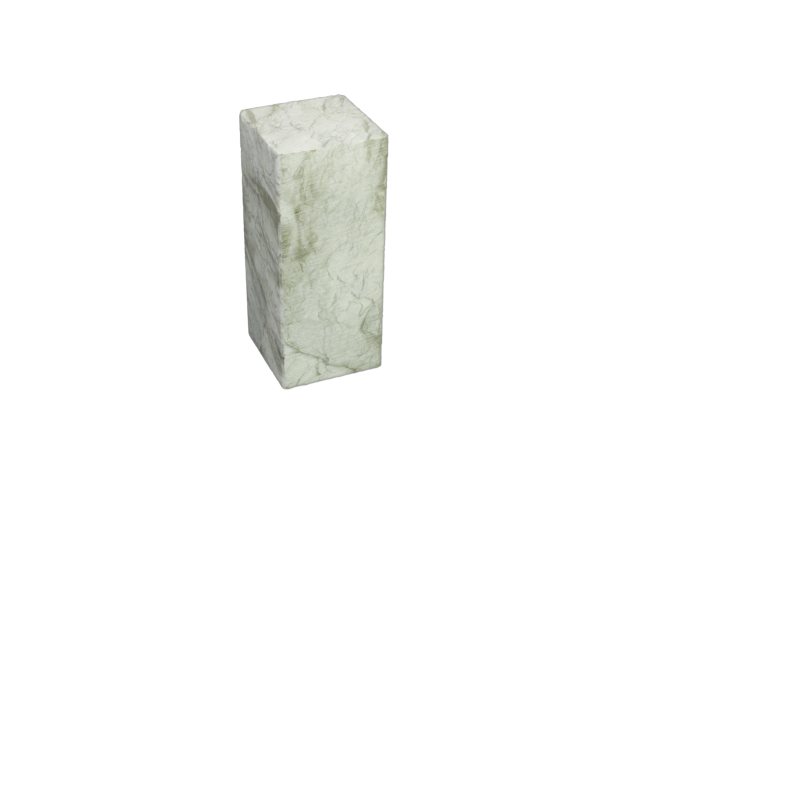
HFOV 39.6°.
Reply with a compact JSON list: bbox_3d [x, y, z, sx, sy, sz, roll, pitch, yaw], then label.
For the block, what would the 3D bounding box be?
[{"bbox_3d":[-0.069,-0.125,0.877,0.089,0.194,0.098,-12,35,-21],"label":"block"}]
